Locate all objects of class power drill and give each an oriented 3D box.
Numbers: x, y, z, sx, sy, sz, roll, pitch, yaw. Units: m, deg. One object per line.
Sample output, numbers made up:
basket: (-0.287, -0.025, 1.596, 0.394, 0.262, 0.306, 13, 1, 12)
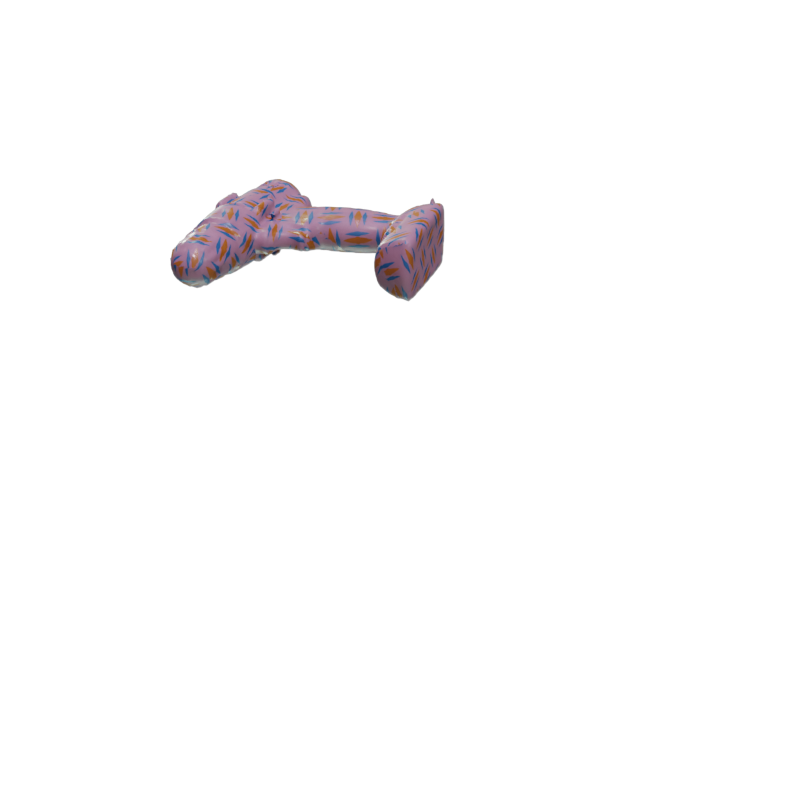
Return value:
power drill: (-0.070, -0.127, 0.889, 0.194, 0.054, 0.189, 11, 31, 19)
